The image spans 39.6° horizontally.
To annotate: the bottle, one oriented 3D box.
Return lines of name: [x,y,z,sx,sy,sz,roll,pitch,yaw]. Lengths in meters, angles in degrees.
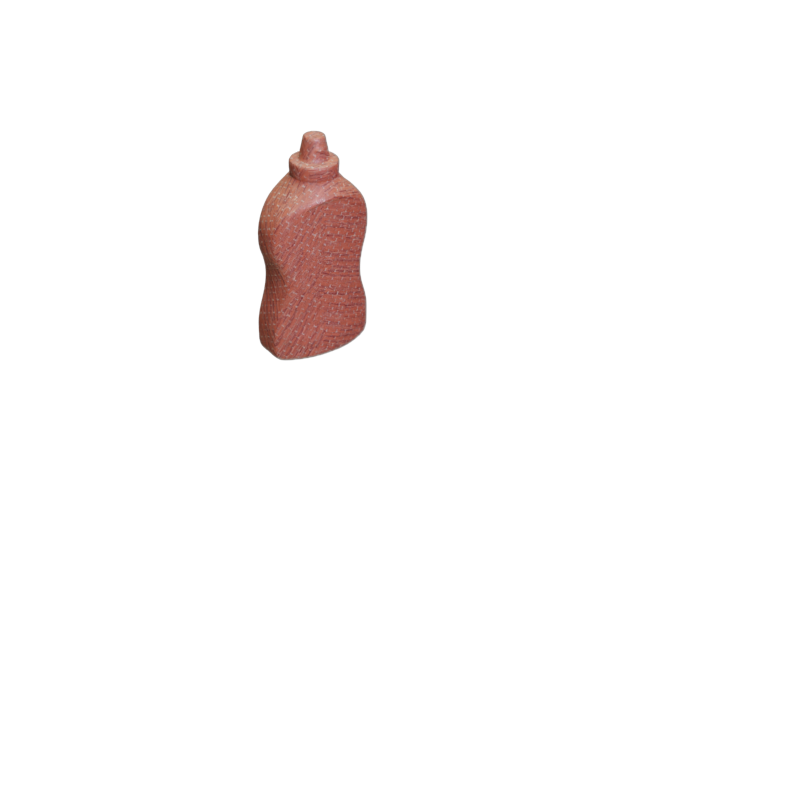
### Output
bottle: [-0.072,-0.131,0.922,0.094,0.181,0.063,-17,34,-30]
